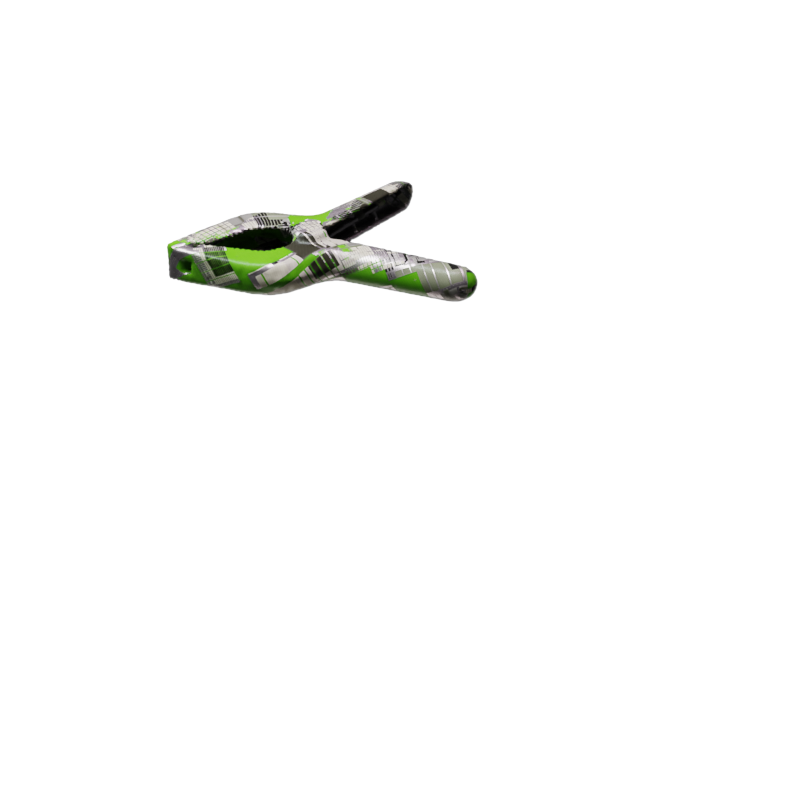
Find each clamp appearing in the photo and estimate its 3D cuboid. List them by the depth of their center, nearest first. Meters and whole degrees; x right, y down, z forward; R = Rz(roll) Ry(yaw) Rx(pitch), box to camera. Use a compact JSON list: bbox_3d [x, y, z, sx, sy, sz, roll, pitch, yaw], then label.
[{"bbox_3d":[-0.063,-0.116,0.811,0.208,0.034,0.176,-4,32,-6],"label":"clamp"}]
